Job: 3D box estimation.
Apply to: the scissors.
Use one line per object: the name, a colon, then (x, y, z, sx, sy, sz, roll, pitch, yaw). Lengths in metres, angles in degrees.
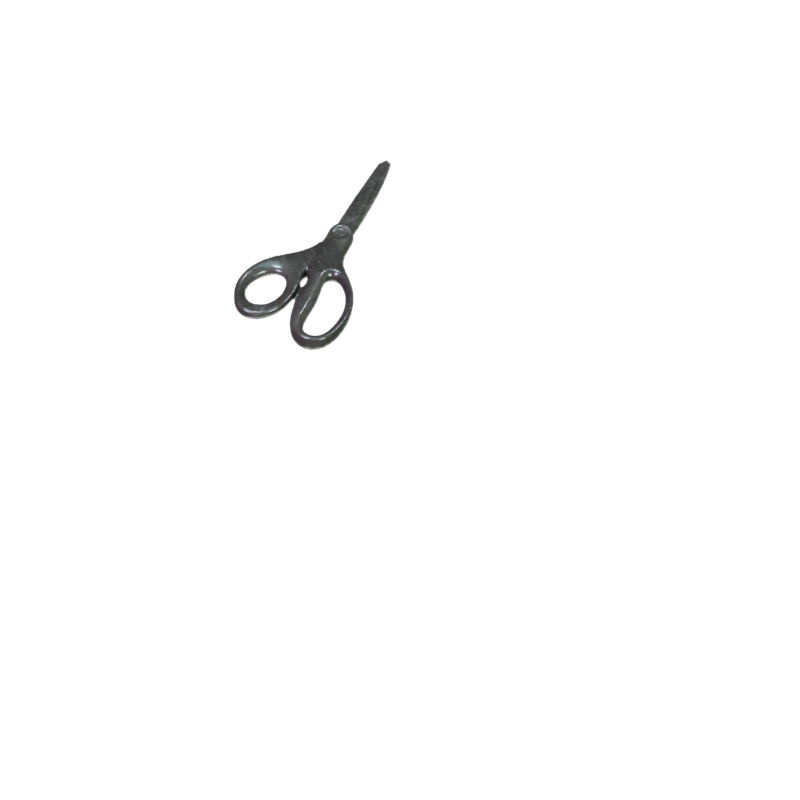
scissors: (-0.066, -0.120, 0.844, 0.097, 0.215, 0.015, 5, -41, 4)
